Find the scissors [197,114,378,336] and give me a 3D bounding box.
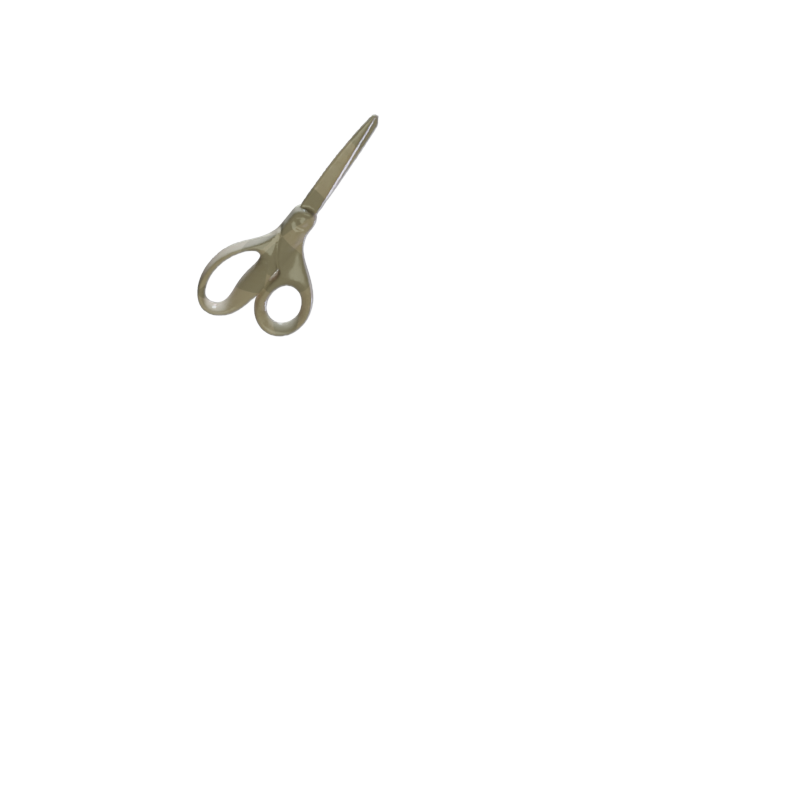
[{"bbox_3d":[-0.064,-0.117,0.822,0.200,0.091,0.017,-35,26,20],"label":"scissors"}]
